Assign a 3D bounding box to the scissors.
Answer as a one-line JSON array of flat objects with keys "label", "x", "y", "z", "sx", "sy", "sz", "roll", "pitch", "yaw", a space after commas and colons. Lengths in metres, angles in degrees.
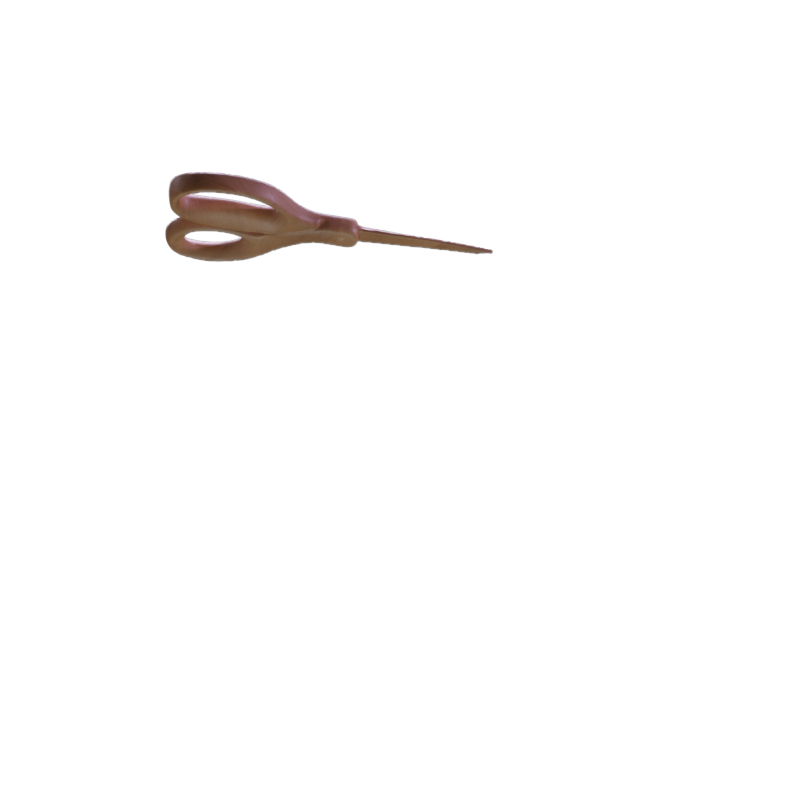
[{"label": "scissors", "x": -0.052, "y": -0.095, "z": 0.665, "sx": 0.192, "sy": 0.017, "sz": 0.096, "roll": 12, "pitch": -24, "yaw": -31}]
